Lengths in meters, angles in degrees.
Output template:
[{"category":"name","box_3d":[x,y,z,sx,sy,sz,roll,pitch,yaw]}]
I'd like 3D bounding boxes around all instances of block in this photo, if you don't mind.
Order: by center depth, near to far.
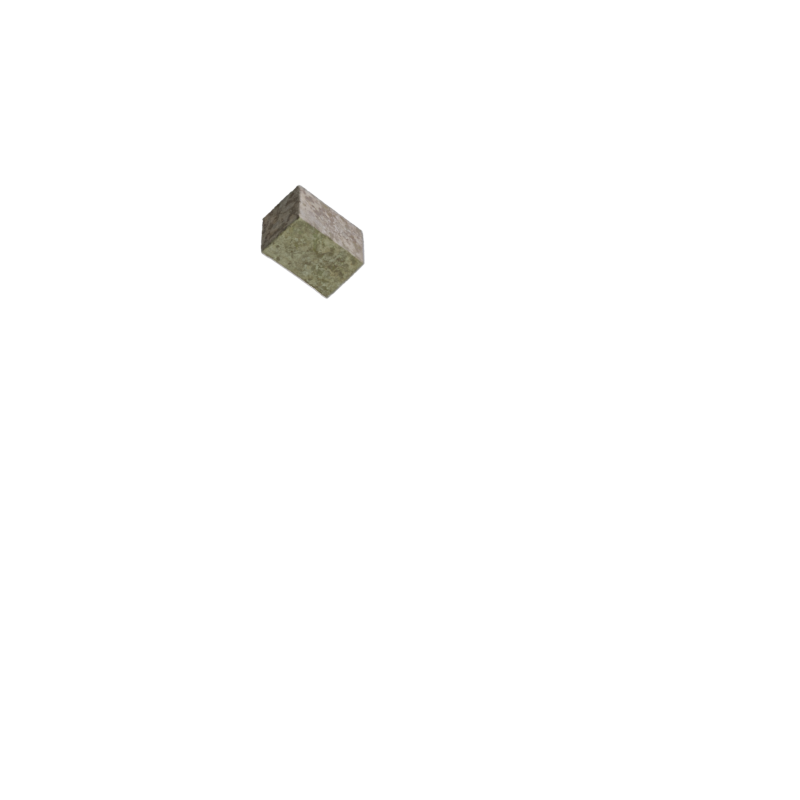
[{"category":"block","box_3d":[-0.076,-0.138,0.969,0.074,0.055,0.052,35,-60,-26]}]
